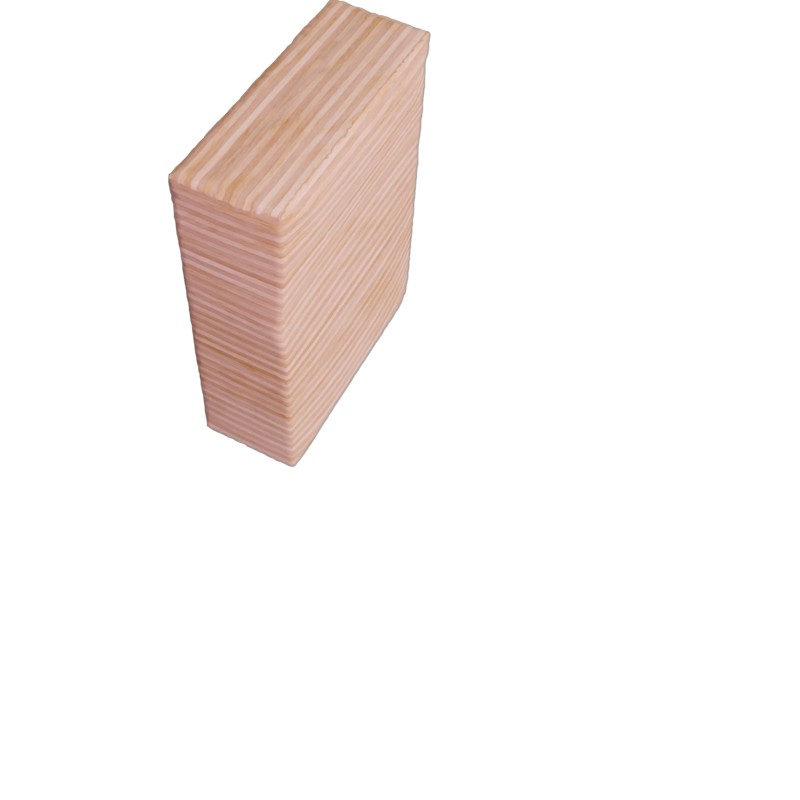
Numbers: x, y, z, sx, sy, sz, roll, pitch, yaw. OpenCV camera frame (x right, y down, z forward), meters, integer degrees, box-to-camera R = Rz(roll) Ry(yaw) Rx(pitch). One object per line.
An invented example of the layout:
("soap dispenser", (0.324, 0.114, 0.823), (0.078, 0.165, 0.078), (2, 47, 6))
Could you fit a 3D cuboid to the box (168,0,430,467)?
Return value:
("box", (-0.049, -0.090, 0.629), (0.074, 0.170, 0.199), (22, -36, 13))
